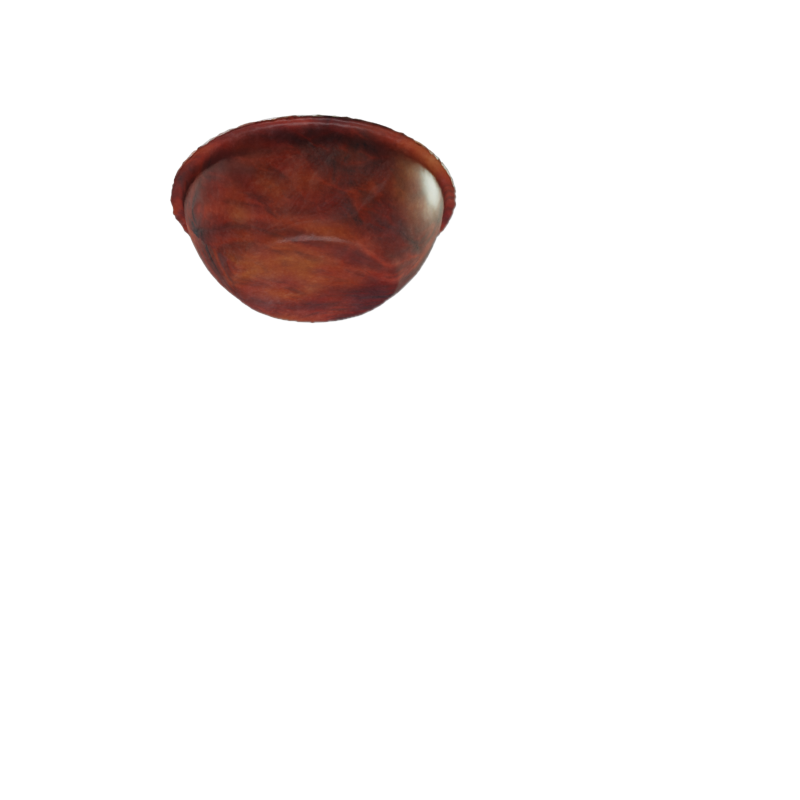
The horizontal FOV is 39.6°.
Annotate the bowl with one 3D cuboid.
[{"bbox_3d":[-0.048,-0.088,0.616,0.162,0.058,0.153,1,-27,-2],"label":"bowl"}]
